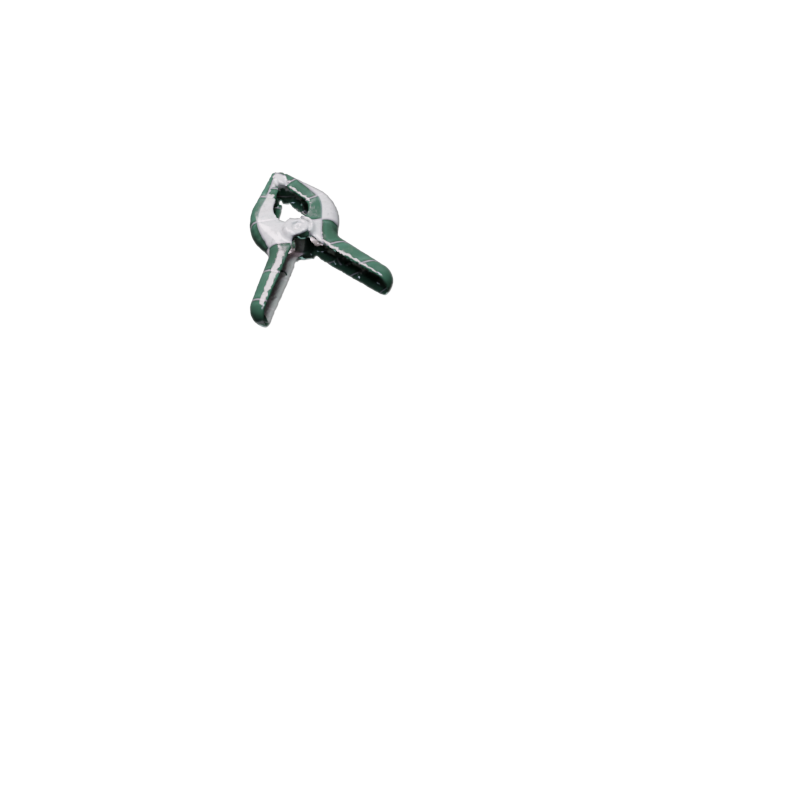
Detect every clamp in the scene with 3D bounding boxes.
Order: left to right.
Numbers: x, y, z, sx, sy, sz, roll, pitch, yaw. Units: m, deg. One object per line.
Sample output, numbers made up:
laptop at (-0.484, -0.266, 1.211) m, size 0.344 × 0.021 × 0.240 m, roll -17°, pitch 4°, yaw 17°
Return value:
clamp at (-0.075, -0.137, 0.961) m, size 0.119 × 0.185 × 0.036 m, roll -6°, pitch -40°, yaw -6°
